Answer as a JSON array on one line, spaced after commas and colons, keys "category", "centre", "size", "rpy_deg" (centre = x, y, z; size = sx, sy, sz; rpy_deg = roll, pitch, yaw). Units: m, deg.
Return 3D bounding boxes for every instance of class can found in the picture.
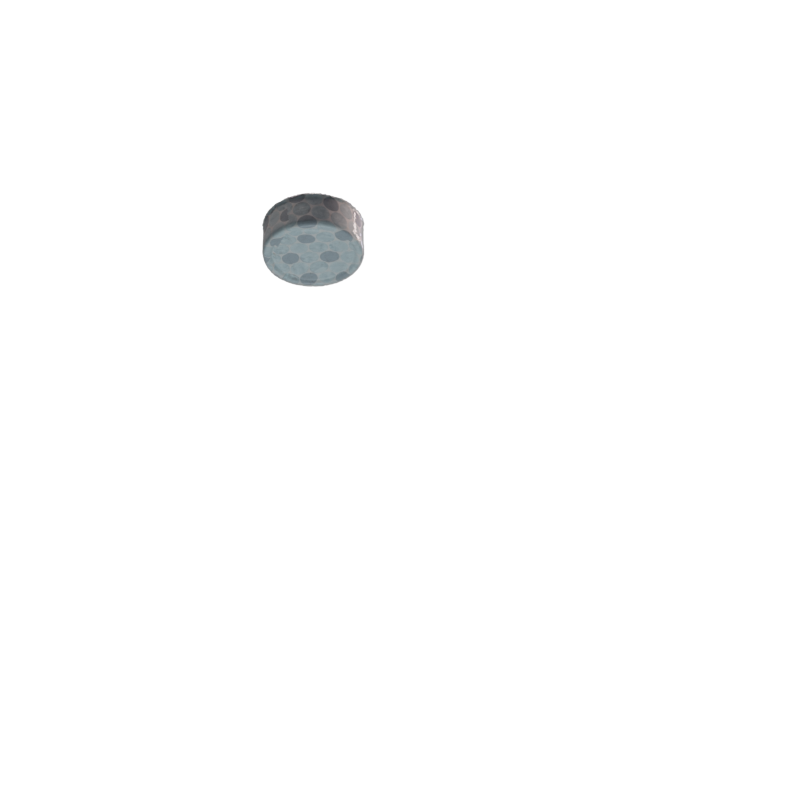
[{"category": "can", "centre": [-0.072, -0.132, 0.925], "size": [0.086, 0.036, 0.080], "rpy_deg": [1, -35, -2]}]
